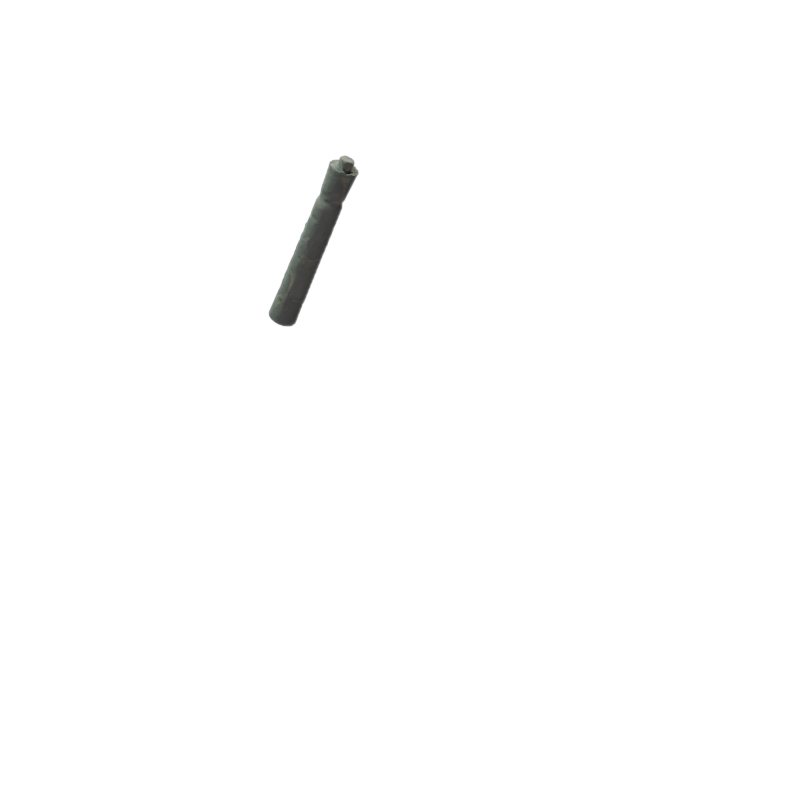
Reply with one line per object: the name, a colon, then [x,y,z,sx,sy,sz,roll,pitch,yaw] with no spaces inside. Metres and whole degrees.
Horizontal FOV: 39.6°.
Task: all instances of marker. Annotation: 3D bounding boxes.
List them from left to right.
marker: [-0.054,-0.099,0.692,0.019,0.116,0.021,18,29,-14]
